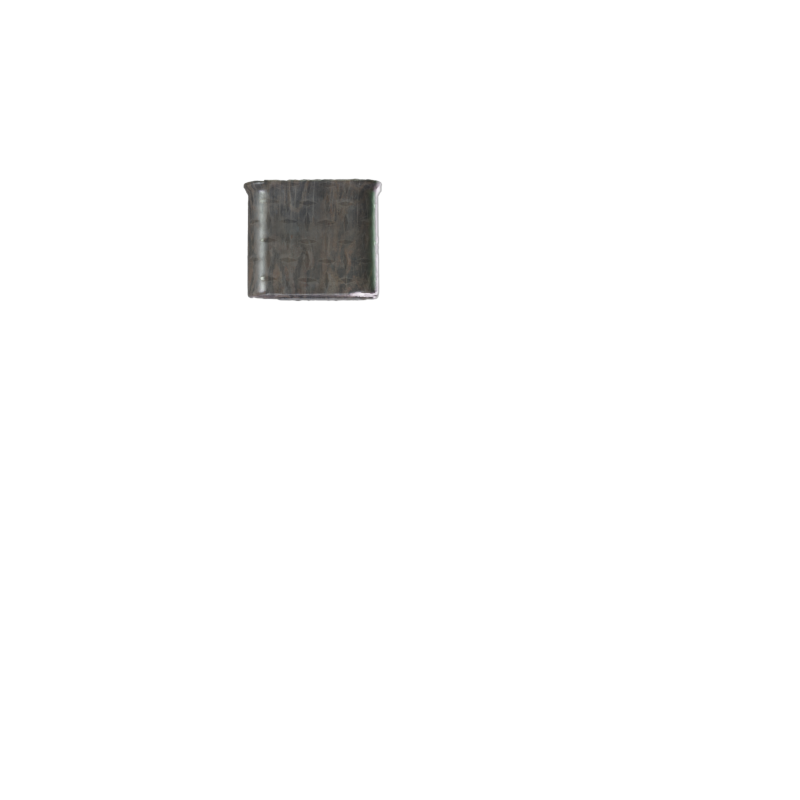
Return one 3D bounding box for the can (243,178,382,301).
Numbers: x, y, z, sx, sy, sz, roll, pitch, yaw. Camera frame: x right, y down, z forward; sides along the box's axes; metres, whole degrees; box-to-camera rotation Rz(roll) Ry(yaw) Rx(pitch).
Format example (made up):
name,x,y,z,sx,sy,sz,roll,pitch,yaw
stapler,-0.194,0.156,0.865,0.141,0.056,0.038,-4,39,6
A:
name,x,y,z,sx,sy,sz,roll,pitch,yaw
can,-0.064,-0.117,0.818,0.102,0.085,0.056,0,-5,1
